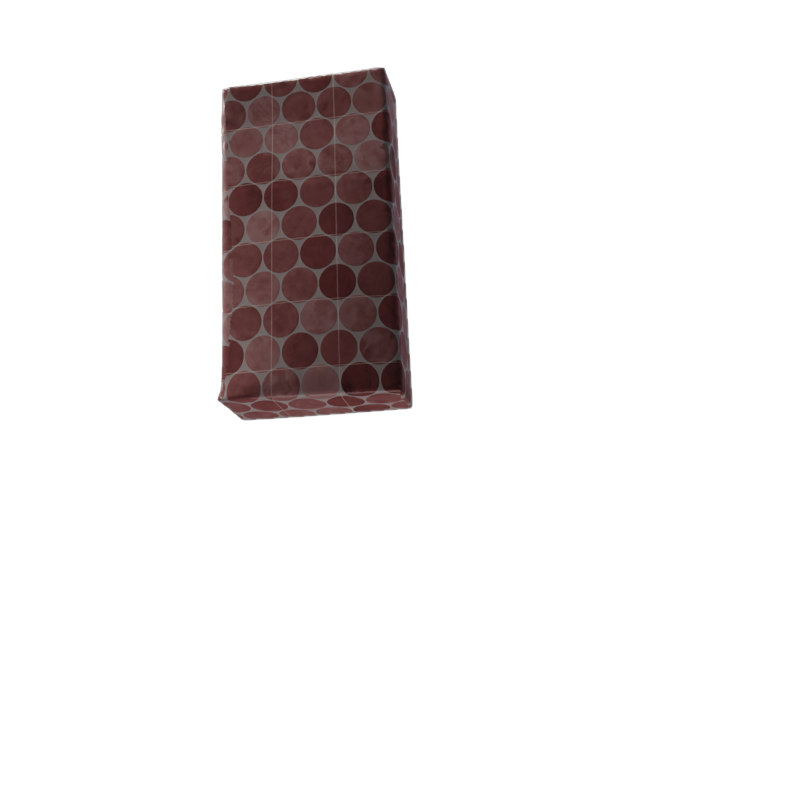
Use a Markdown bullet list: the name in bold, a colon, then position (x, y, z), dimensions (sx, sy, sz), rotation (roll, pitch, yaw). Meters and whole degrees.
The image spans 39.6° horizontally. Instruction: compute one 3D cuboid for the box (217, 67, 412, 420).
- **box**: position (-0.045, -0.082, 0.578), dimensions (0.094, 0.185, 0.045), rotation (-5, -22, 11)
